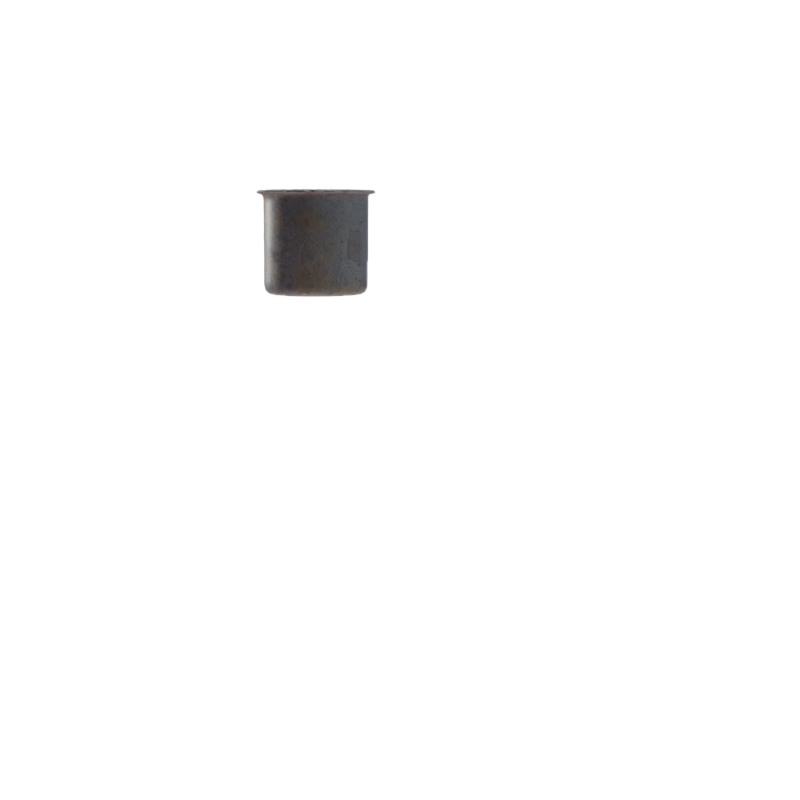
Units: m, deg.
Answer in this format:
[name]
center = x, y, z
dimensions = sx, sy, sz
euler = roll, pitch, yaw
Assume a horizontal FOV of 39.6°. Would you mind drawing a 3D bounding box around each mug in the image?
[mug]
center = -0.069, -0.126, 0.883
dimensions = 0.092, 0.081, 0.120
euler = -1, 7, -13
